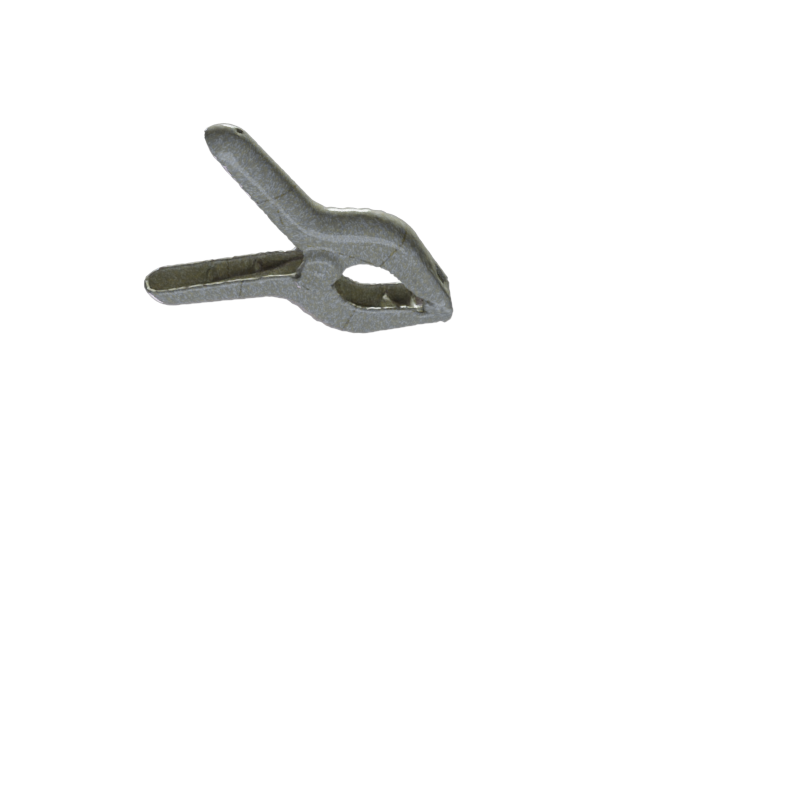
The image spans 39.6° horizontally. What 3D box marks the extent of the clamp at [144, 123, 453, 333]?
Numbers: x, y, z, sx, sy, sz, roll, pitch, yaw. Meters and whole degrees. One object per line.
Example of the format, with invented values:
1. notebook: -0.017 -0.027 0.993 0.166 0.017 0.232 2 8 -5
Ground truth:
1. clamp: -0.047 -0.086 0.604 0.168 0.042 0.114 9 -43 -11
